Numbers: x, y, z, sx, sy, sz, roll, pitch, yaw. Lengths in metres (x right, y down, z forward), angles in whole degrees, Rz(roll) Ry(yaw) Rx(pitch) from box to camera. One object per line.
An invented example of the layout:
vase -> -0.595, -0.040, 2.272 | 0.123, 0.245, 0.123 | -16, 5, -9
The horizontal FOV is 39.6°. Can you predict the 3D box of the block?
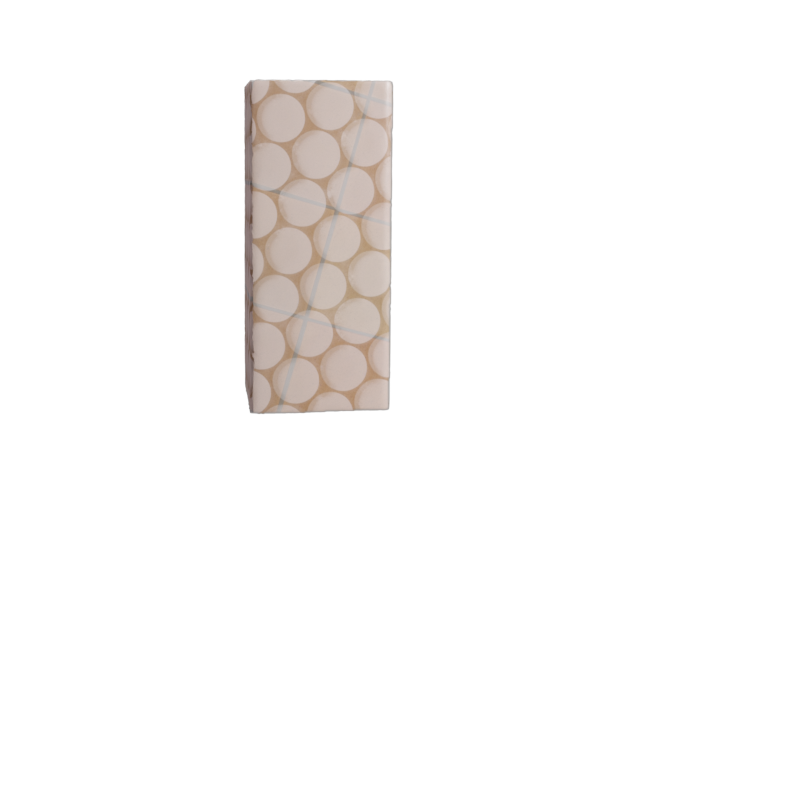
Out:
block -> -0.056, -0.103, 0.724 | 0.089, 0.203, 0.093 | -1, 6, -9
